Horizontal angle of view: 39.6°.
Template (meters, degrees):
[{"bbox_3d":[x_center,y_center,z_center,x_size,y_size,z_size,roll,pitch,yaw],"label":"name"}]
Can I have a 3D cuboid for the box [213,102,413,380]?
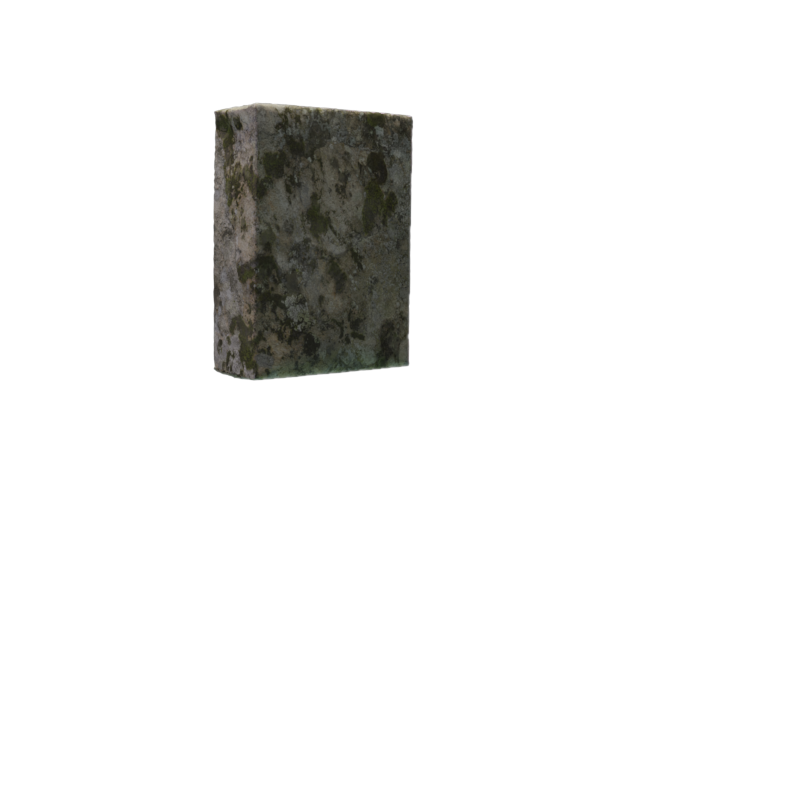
[{"bbox_3d":[-0.071,-0.130,0.912,0.158,0.213,0.075,-3,3,-40],"label":"box"}]
